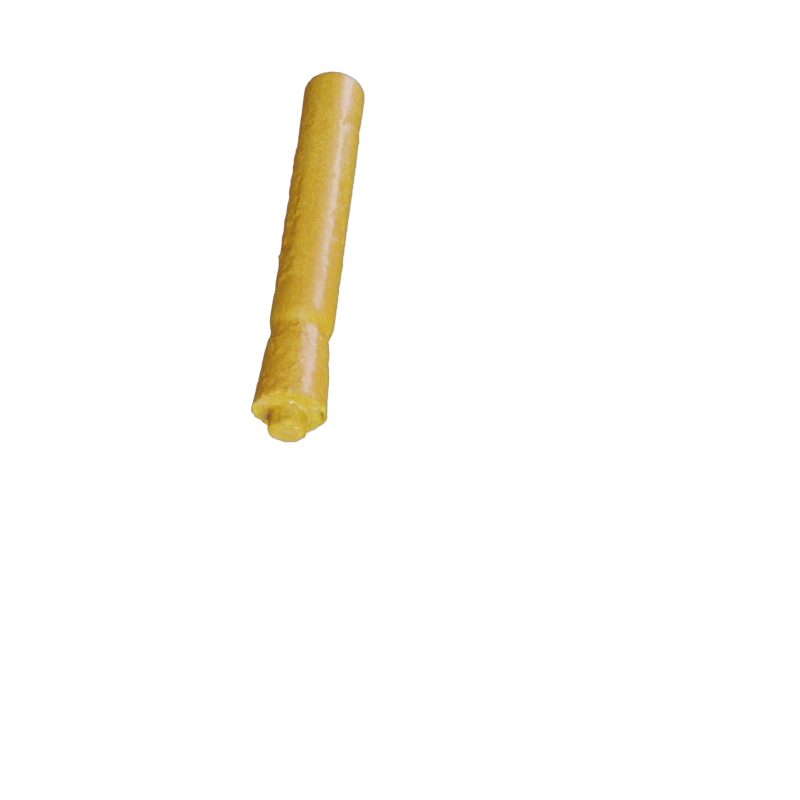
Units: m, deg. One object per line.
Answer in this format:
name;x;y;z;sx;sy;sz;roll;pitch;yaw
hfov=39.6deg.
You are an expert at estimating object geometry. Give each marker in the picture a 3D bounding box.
marker;-0.024;-0.044;0.305;0.020;0.129;0.018;4;-37;1
